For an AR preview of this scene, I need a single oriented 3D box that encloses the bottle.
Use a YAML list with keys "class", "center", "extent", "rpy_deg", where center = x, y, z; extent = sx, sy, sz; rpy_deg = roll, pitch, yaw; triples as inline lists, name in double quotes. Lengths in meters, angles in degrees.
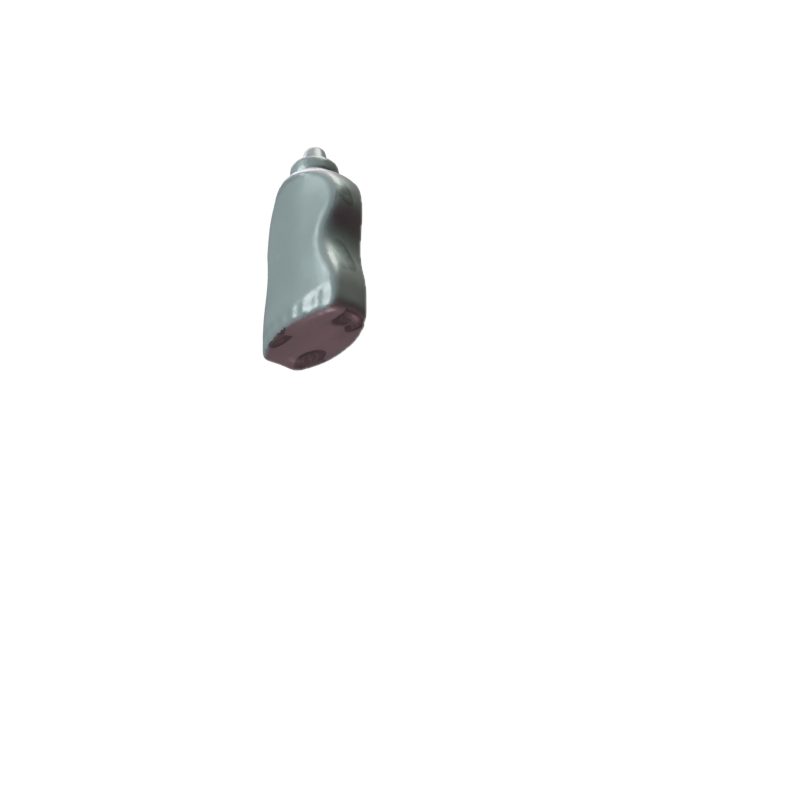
- class: "bottle"
  center: [-0.069, -0.126, 0.881]
  extent: [0.055, 0.205, 0.094]
  rpy_deg: [21, -41, -30]
